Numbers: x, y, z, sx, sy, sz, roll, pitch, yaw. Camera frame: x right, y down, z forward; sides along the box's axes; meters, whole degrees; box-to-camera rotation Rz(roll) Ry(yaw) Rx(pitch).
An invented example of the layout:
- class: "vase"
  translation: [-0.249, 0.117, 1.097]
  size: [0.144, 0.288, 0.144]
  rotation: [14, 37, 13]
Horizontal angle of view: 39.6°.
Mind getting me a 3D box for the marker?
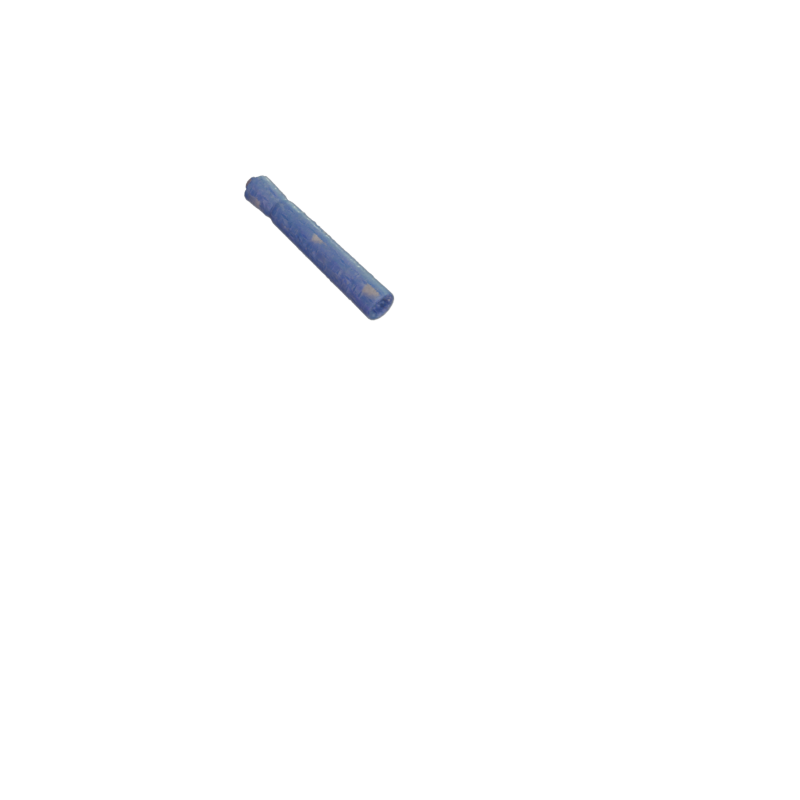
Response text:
- class: "marker"
  translation: [-0.049, -0.090, 0.630]
  size: [0.019, 0.019, 0.129]
  rotation: [-3, 40, -49]
